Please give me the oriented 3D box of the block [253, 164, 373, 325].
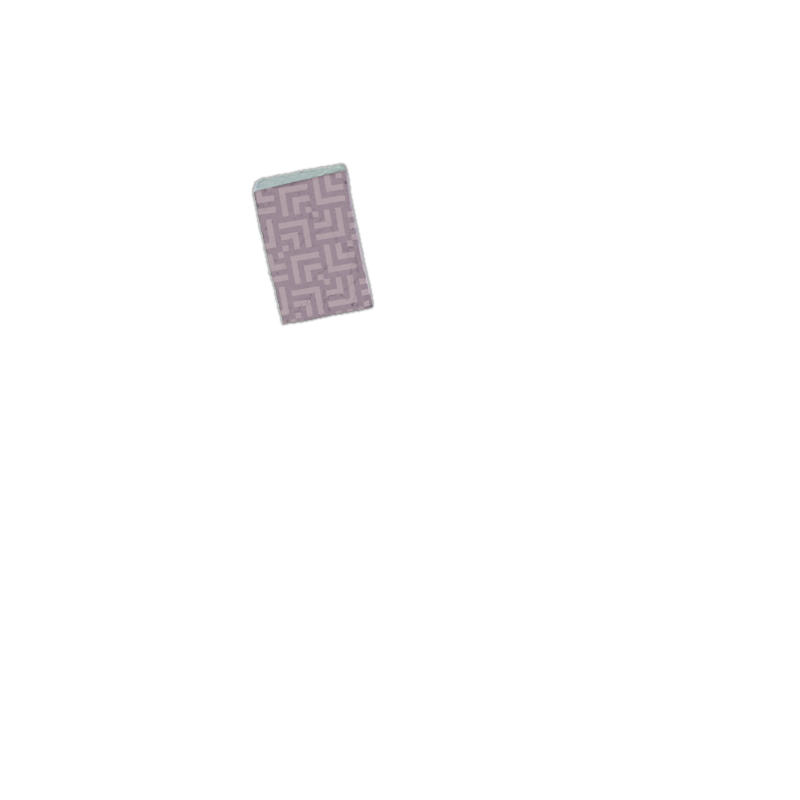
[{"bbox_3d":[-0.048,-0.088,0.615,0.053,0.076,0.053,-11,13,1],"label":"block"}]
